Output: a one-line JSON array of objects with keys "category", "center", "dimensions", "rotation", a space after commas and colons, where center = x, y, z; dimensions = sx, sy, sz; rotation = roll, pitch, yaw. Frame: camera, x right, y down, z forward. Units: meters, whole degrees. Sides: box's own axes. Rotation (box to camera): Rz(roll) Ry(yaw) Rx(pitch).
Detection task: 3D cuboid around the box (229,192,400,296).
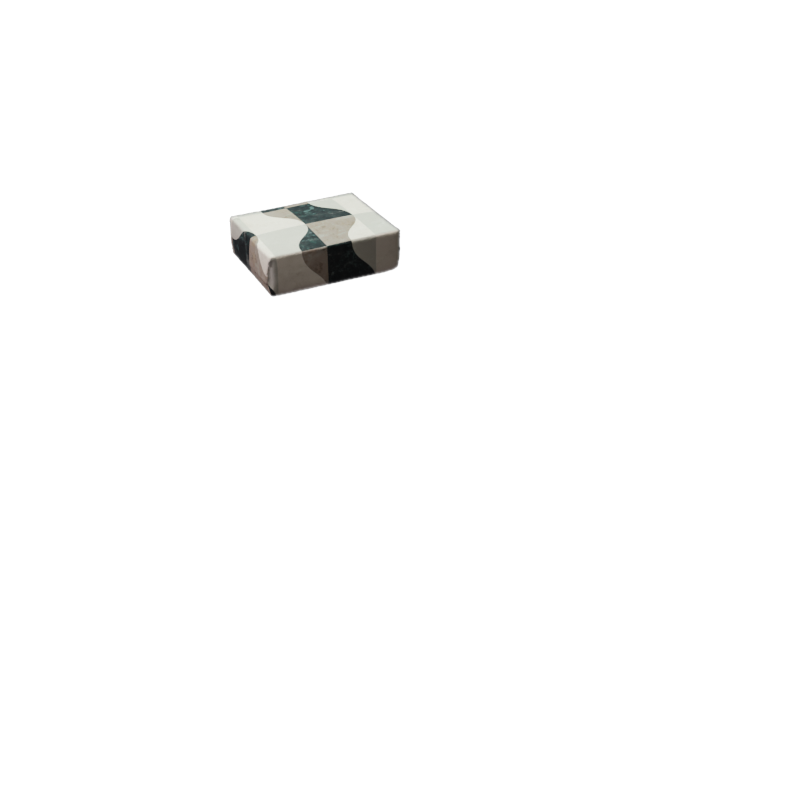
[{"category": "box", "center": [-0.069, -0.126, 0.885], "dimensions": [0.112, 0.037, 0.097], "rotation": [-13, 33, -22]}]
